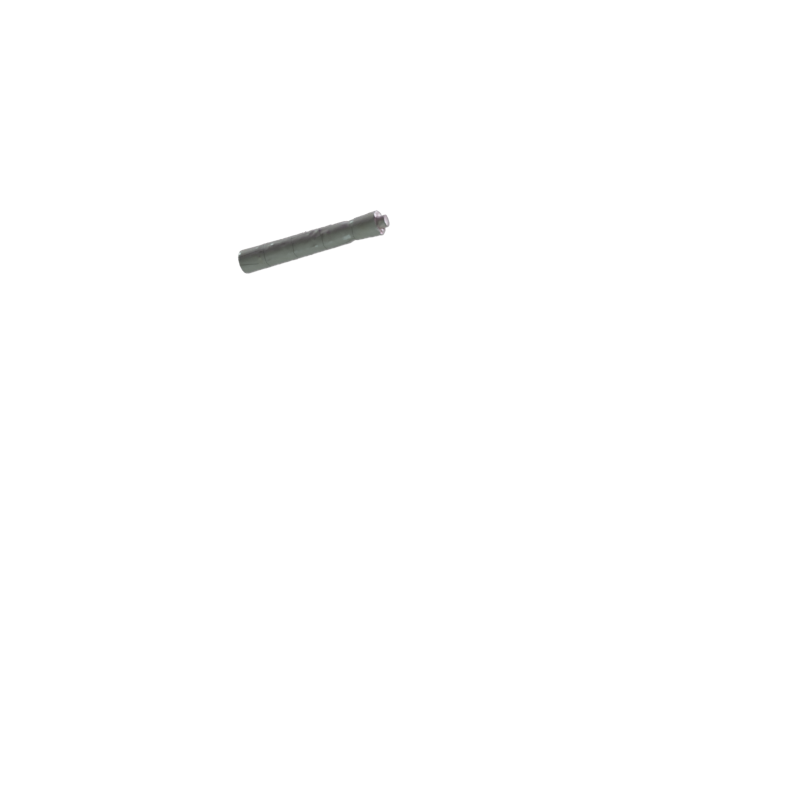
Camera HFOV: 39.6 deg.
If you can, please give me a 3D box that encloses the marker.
[{"bbox_3d":[-0.065,-0.118,0.825,0.123,0.020,0.019,-13,-1,23],"label":"marker"}]
